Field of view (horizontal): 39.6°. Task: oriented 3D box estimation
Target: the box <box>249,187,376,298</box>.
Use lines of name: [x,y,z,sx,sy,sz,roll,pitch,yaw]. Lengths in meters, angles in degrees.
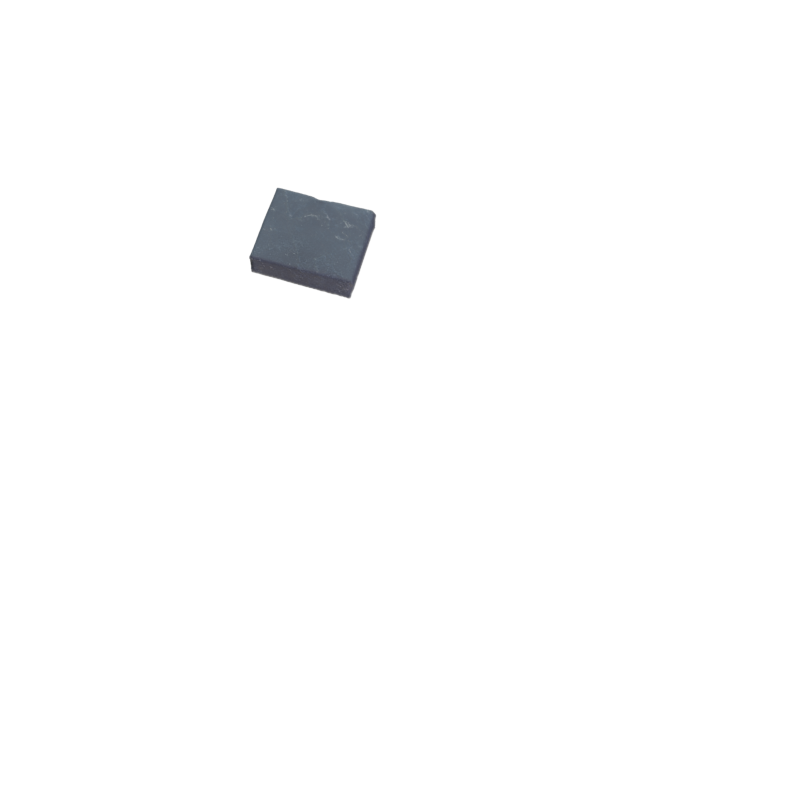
box: [-0.072,-0.132,0.924,0.091,0.077,0.028,14,-29,8]
